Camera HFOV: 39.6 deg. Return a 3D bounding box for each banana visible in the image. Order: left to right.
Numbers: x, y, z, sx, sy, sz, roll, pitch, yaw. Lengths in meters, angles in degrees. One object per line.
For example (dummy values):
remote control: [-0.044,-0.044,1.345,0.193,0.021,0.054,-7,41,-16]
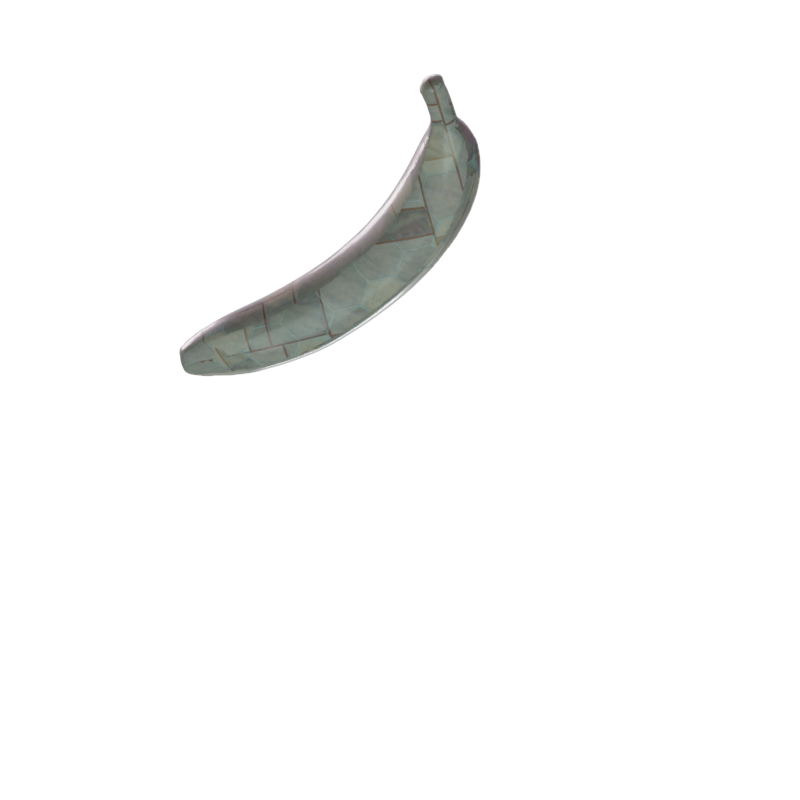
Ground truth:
banana: [-0.024,-0.068,0.528,0.066,0.194,0.039,35,26,-22]
